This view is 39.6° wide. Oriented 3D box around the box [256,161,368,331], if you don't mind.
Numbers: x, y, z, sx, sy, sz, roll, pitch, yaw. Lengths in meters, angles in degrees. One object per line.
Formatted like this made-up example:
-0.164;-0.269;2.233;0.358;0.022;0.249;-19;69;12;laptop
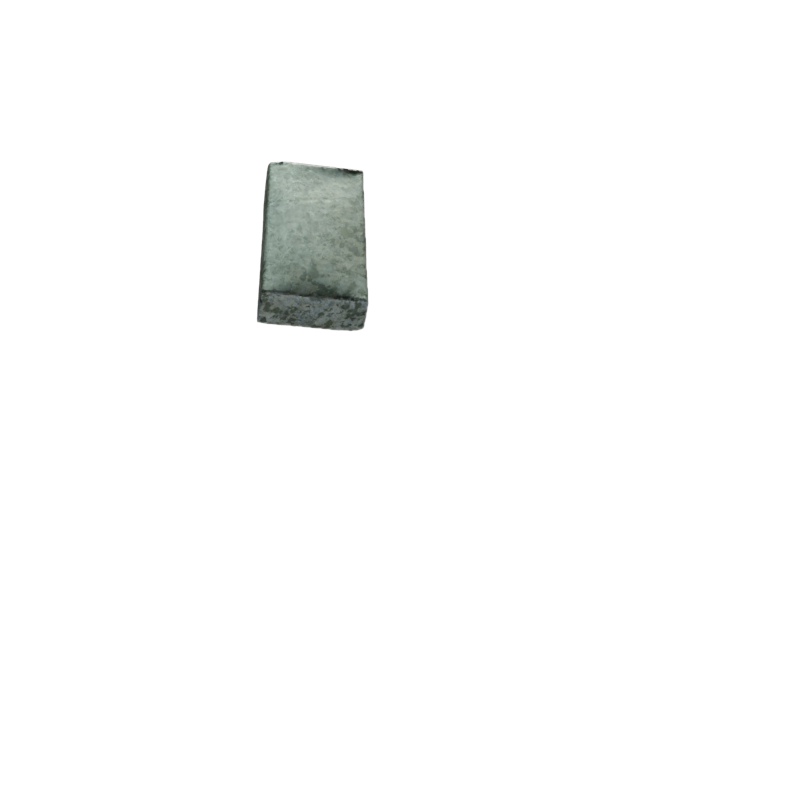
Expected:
-0.078;-0.142;0.994;0.092;0.189;0.045;4;-42;-8;box
